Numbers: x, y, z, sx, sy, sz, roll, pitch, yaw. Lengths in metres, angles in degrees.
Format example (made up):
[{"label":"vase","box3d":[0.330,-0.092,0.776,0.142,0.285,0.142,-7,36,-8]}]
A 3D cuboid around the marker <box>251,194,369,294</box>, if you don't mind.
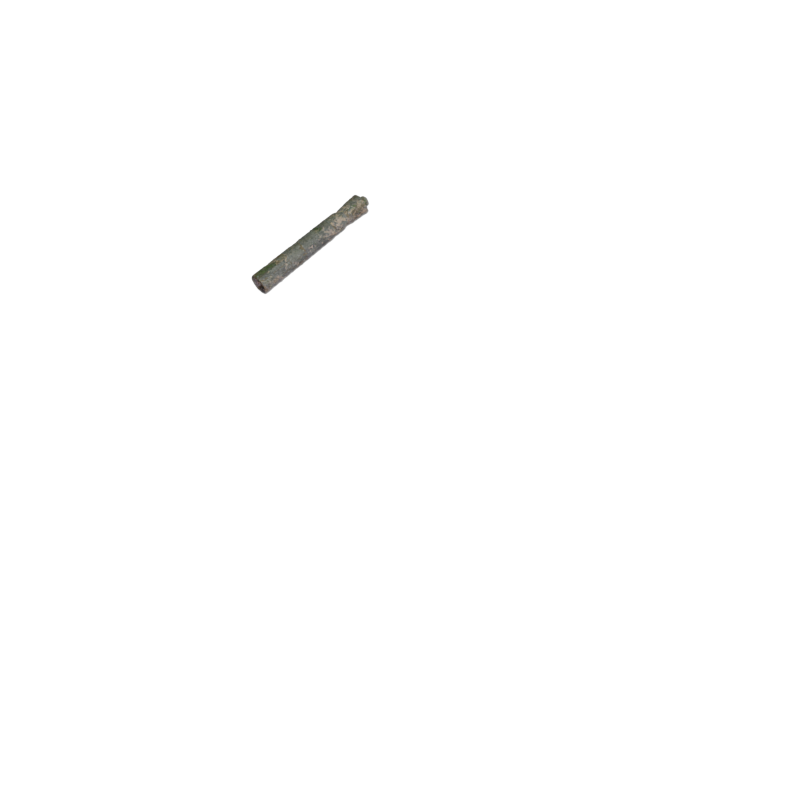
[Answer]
[{"label":"marker","box3d":[-0.072,-0.131,0.920,0.122,0.019,0.020,-42,21,-20]}]
